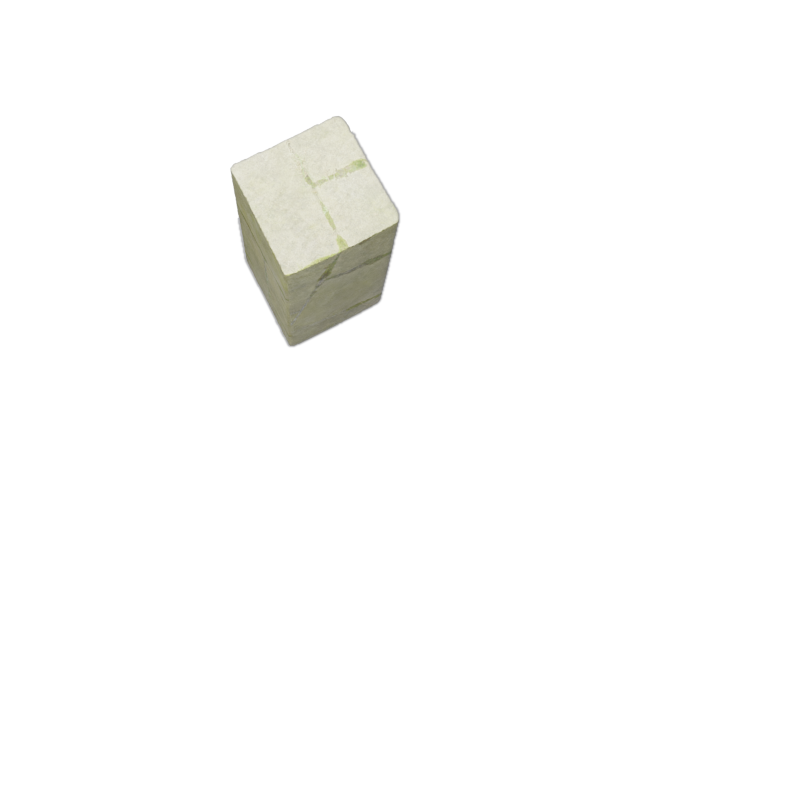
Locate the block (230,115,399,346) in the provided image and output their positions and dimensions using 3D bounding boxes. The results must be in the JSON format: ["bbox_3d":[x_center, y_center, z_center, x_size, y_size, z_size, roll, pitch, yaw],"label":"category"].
[{"bbox_3d":[-0.066,-0.121,0.846,0.090,0.094,0.199,-27,-9,-9],"label":"block"}]
